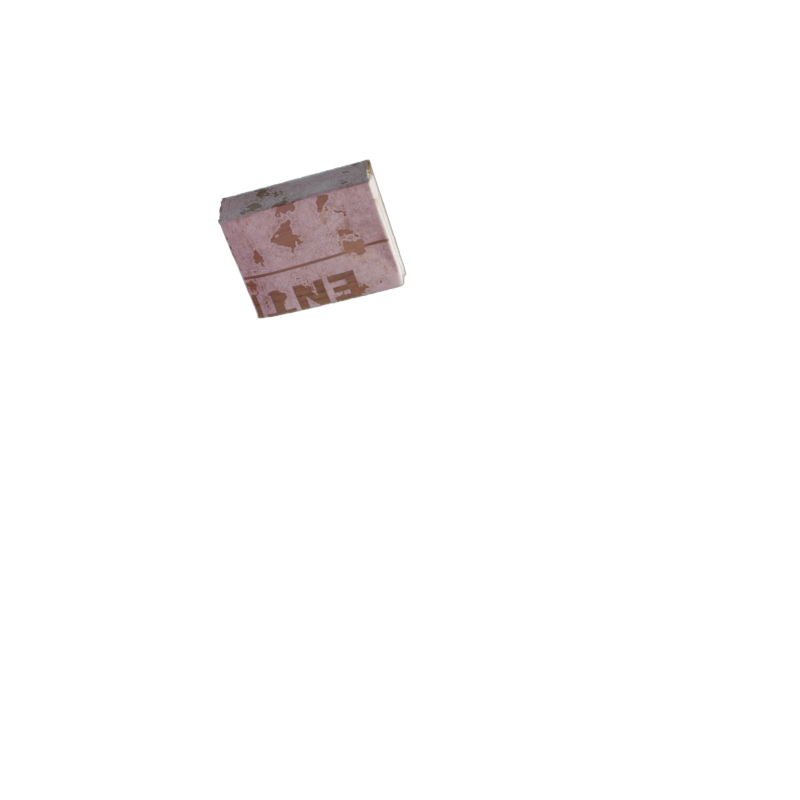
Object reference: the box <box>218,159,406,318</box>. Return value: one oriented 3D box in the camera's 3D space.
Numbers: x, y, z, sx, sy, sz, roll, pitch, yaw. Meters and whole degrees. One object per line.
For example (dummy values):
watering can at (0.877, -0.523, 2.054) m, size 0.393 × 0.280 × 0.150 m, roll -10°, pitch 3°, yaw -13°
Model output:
box at (-0.062, -0.112, 0.786) m, size 0.114 × 0.084 × 0.041 m, roll -14°, pitch 32°, yaw 8°
